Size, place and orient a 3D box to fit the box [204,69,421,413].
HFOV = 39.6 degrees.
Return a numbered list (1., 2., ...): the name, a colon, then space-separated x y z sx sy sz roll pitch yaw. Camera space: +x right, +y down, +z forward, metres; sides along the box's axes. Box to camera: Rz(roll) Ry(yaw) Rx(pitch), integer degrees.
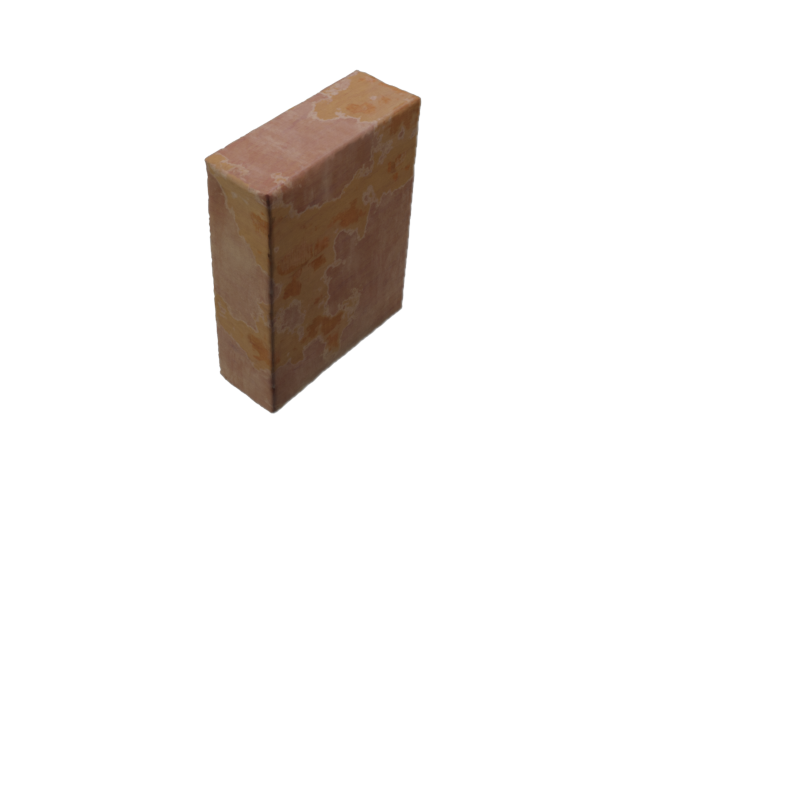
1. box: -0.066 -0.120 0.842 0.076 0.199 0.166 30 50 26
